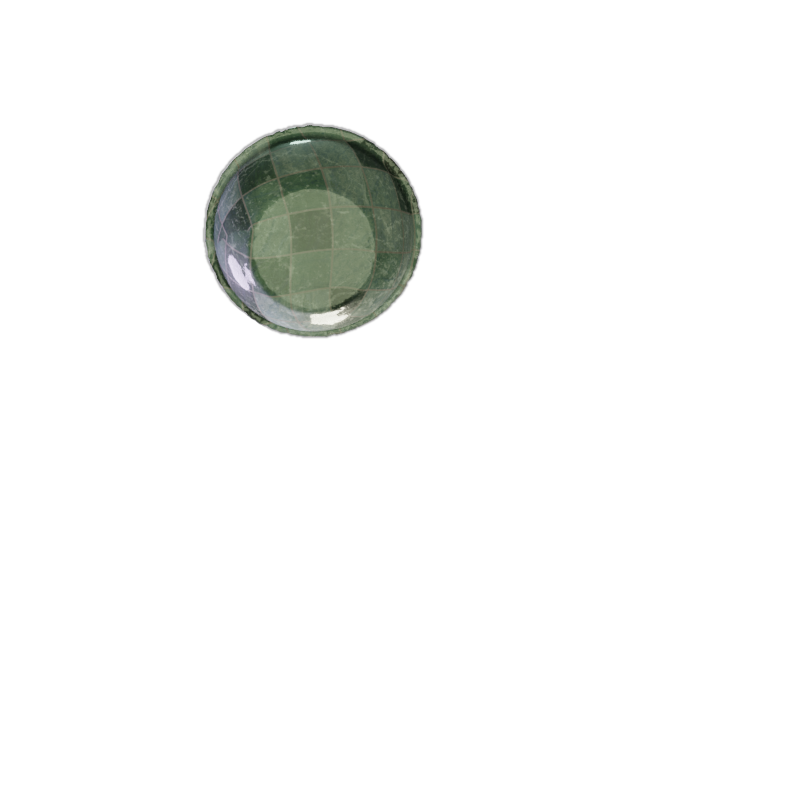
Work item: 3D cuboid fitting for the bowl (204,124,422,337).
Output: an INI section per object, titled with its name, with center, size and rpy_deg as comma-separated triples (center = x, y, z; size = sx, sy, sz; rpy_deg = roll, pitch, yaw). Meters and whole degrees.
[bowl]
center = -0.062, -0.114, 0.796
size = 0.162, 0.157, 0.057
rpy_deg = 0, 15, -1
